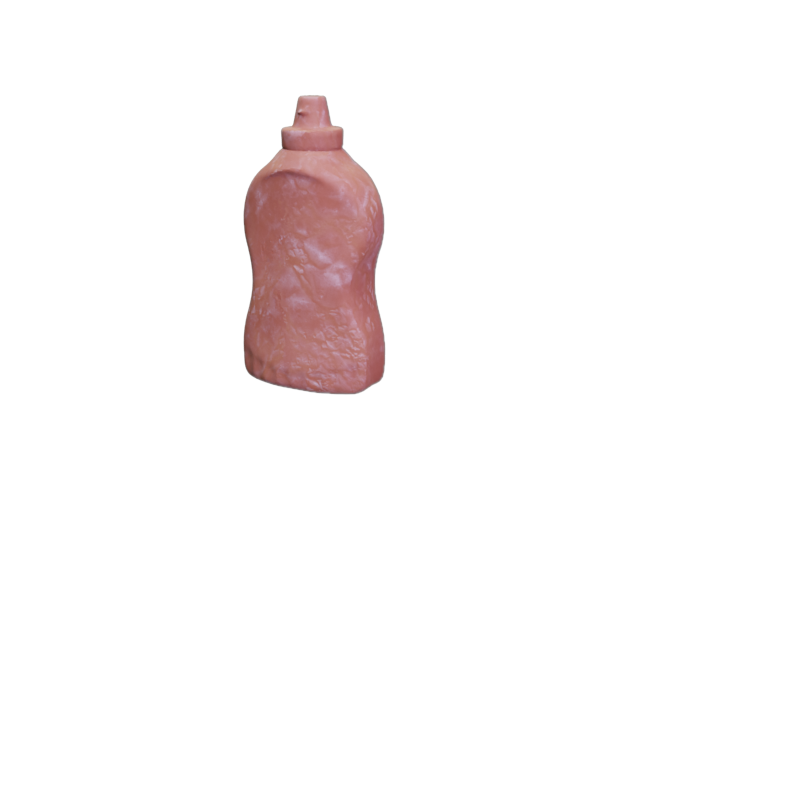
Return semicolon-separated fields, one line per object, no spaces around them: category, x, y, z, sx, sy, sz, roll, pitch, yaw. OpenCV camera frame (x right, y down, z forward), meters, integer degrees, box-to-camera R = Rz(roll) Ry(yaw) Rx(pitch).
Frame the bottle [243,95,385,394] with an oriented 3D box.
bottle;-0.058;-0.105;0.733;0.100;0.187;0.057;8;13;29
